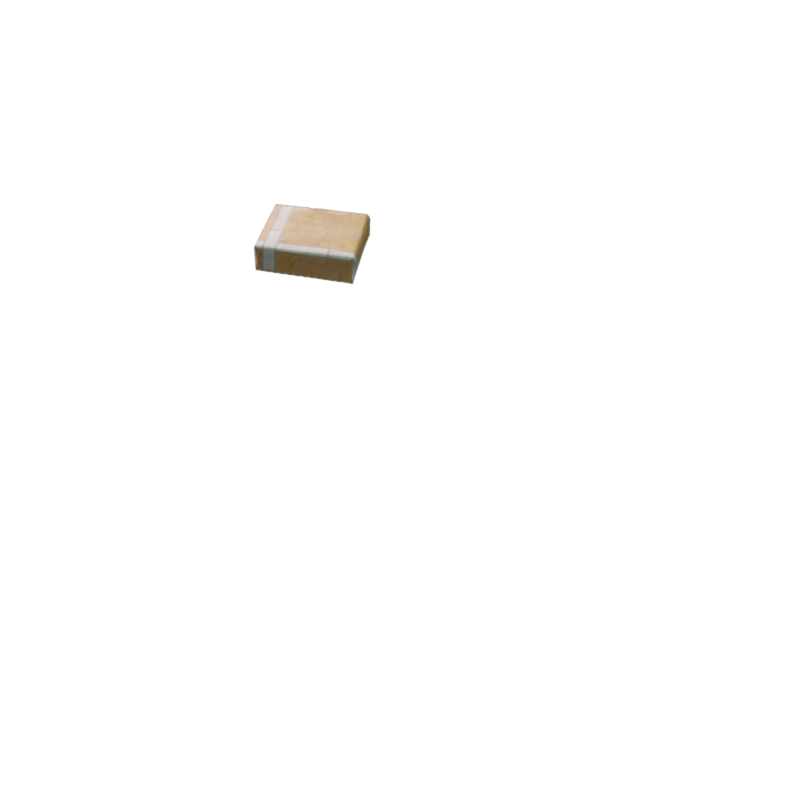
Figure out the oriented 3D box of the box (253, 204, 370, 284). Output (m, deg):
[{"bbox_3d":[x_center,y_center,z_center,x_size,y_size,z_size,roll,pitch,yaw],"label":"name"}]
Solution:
[{"bbox_3d":[-0.076,-0.138,0.969,0.091,0.028,0.077,7,38,9],"label":"box"}]
